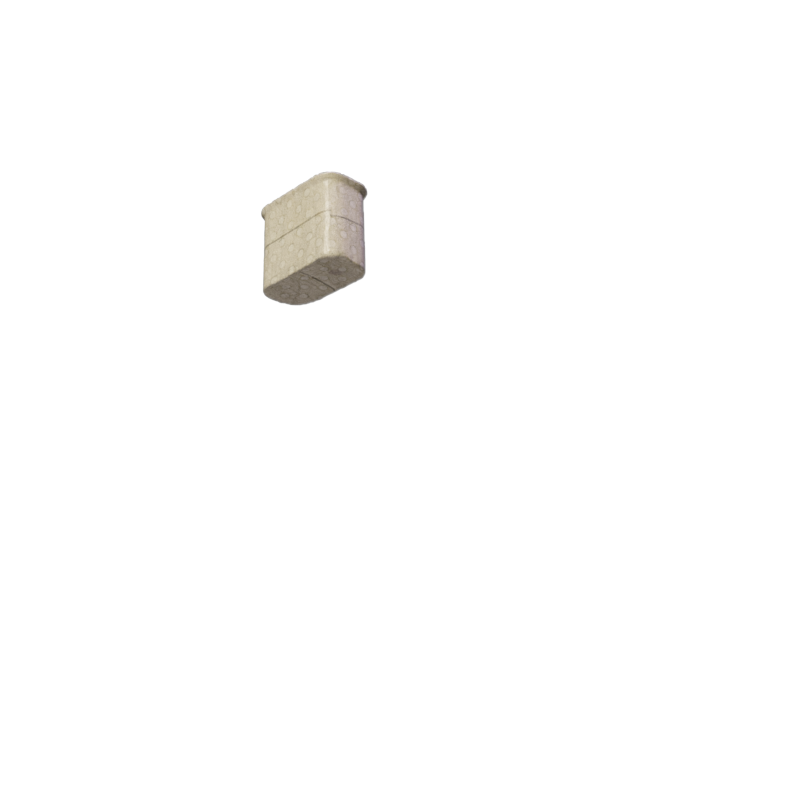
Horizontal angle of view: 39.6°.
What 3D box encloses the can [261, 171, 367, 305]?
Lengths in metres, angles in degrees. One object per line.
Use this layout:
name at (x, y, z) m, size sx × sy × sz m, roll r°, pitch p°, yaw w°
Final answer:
can at (-0.076, -0.139, 0.972) m, size 0.102 × 0.089 × 0.054 m, roll -24°, pitch -35°, yaw 38°
